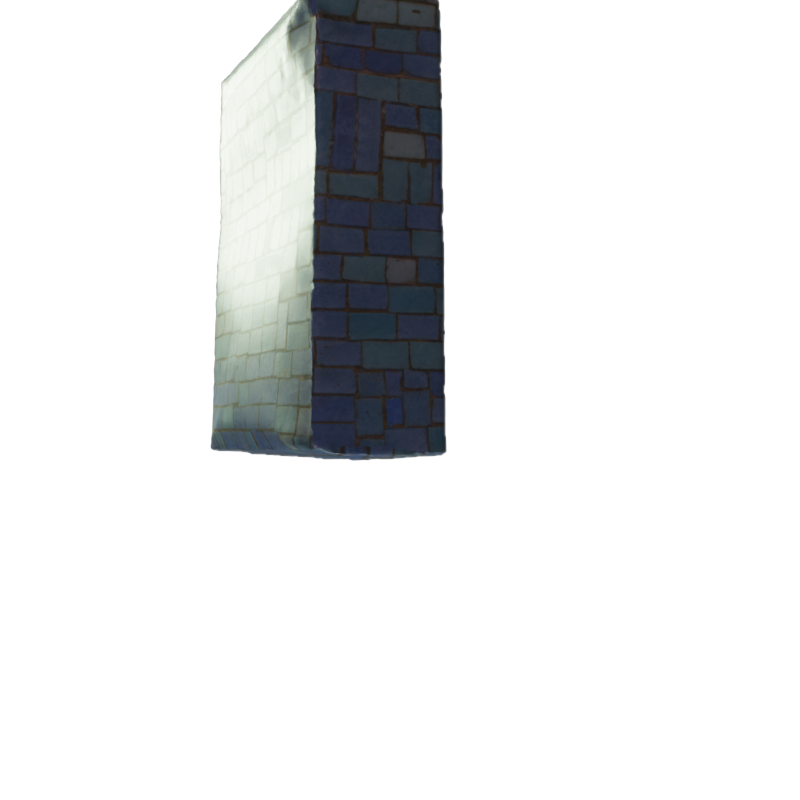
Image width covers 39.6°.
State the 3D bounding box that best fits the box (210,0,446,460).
[{"bbox_3d":[-0.044,-0.080,0.561,0.070,0.218,0.166,3,-7,-24],"label":"box"}]
